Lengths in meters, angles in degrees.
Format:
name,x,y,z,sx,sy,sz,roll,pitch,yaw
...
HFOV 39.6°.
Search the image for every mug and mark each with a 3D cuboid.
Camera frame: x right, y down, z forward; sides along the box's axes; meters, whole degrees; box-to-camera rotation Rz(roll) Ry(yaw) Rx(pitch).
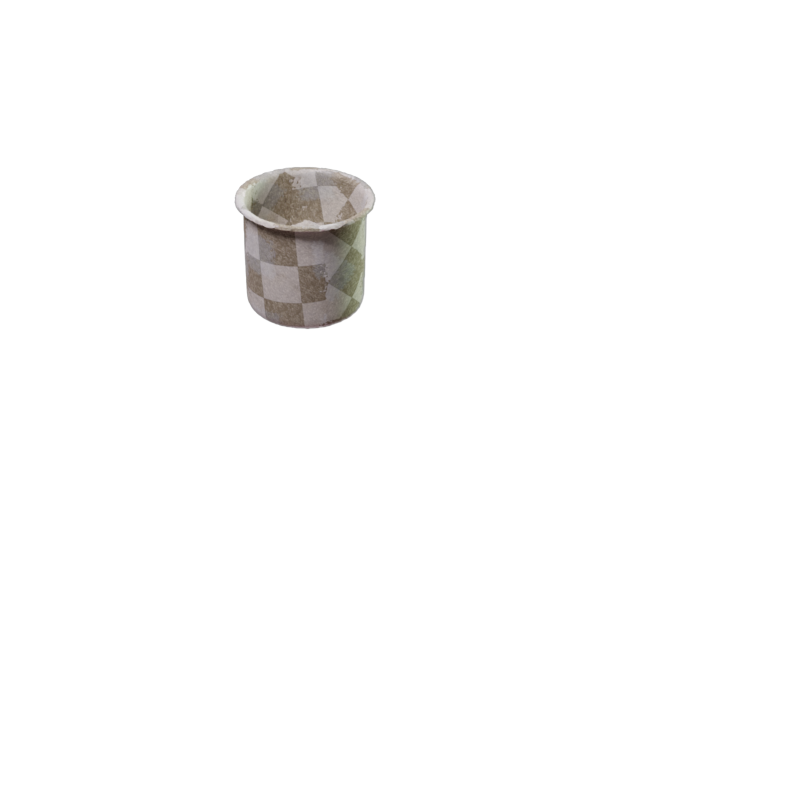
name,x,y,z,sx,sy,sz,roll,pitch,yaw
mug,-0.059,-0.108,0.760,0.097,0.076,0.120,15,36,20
